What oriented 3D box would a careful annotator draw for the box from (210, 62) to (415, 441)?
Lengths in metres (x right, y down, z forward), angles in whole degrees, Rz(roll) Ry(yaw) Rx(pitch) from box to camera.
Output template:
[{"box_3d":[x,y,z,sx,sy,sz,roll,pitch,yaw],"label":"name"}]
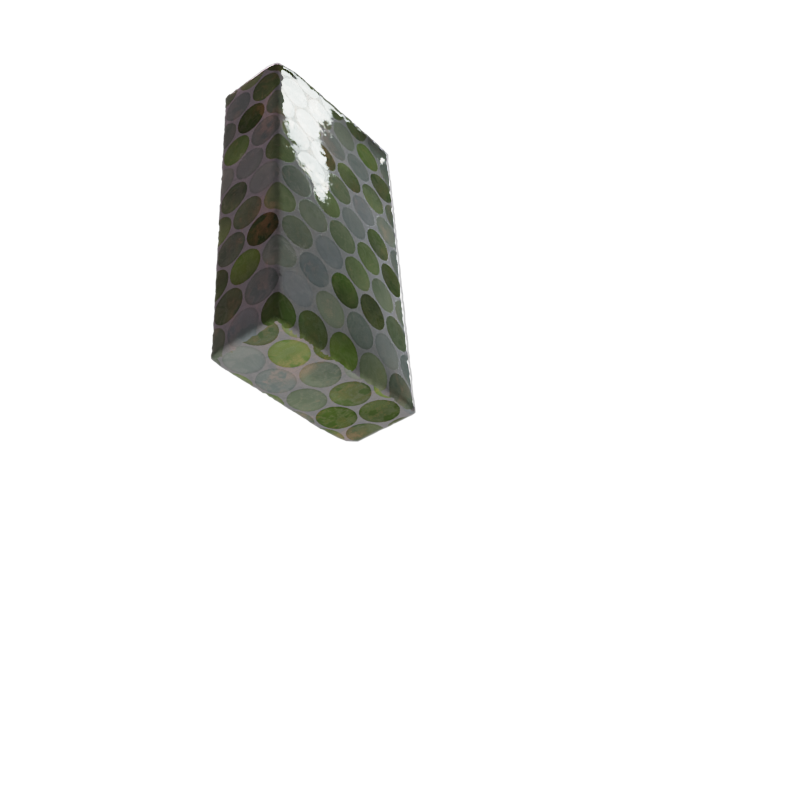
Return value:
[{"box_3d":[-0.042,-0.076,0.534,0.048,0.189,0.087,-30,-46,29],"label":"box"}]
